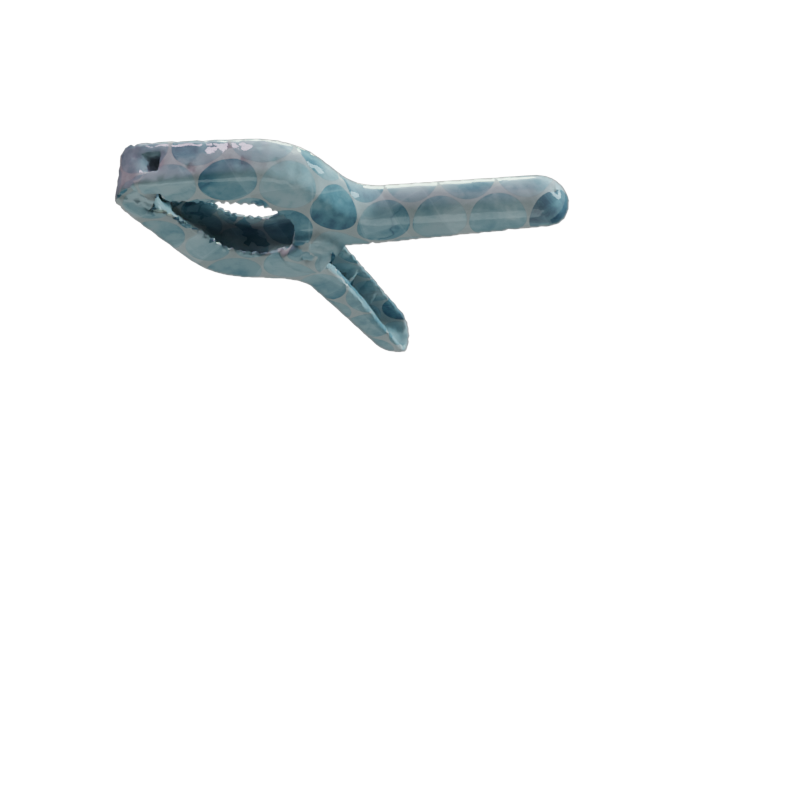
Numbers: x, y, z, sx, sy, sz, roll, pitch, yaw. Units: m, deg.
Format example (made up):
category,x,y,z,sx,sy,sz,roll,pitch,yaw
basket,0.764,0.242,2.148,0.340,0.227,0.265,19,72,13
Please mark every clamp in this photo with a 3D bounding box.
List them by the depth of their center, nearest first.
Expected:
category,x,y,z,sx,sy,sz,roll,pitch,yaw
clamp,-0.044,-0.081,0.567,0.204,0.039,0.159,10,-31,-18
